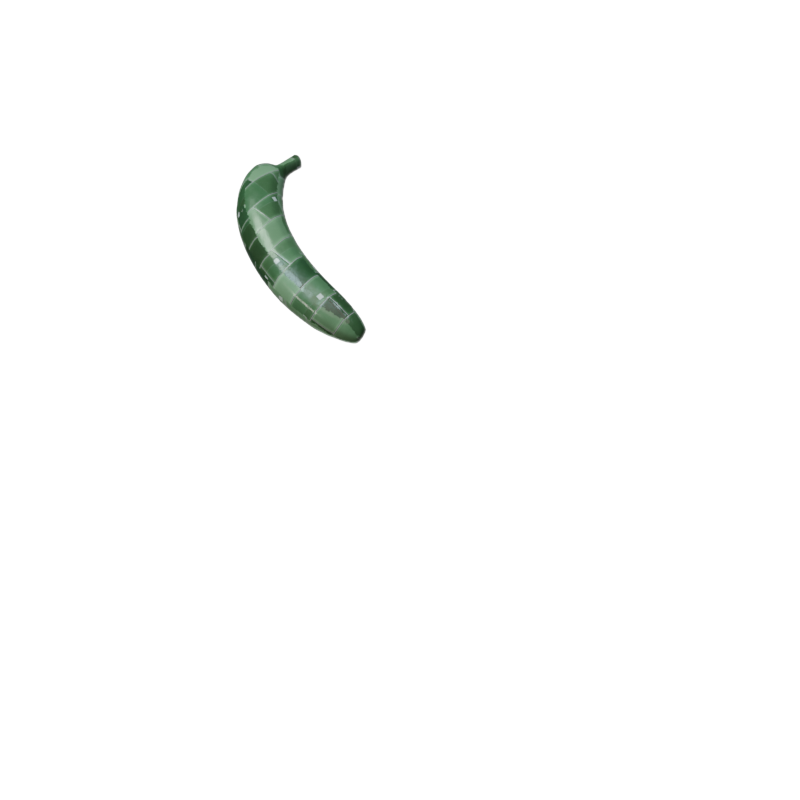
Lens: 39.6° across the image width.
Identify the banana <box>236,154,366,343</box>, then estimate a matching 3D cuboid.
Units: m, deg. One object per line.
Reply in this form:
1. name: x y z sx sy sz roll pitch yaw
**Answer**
1. banana: -0.086 -0.122 0.860 0.069 0.213 0.034 -13 -35 -10
